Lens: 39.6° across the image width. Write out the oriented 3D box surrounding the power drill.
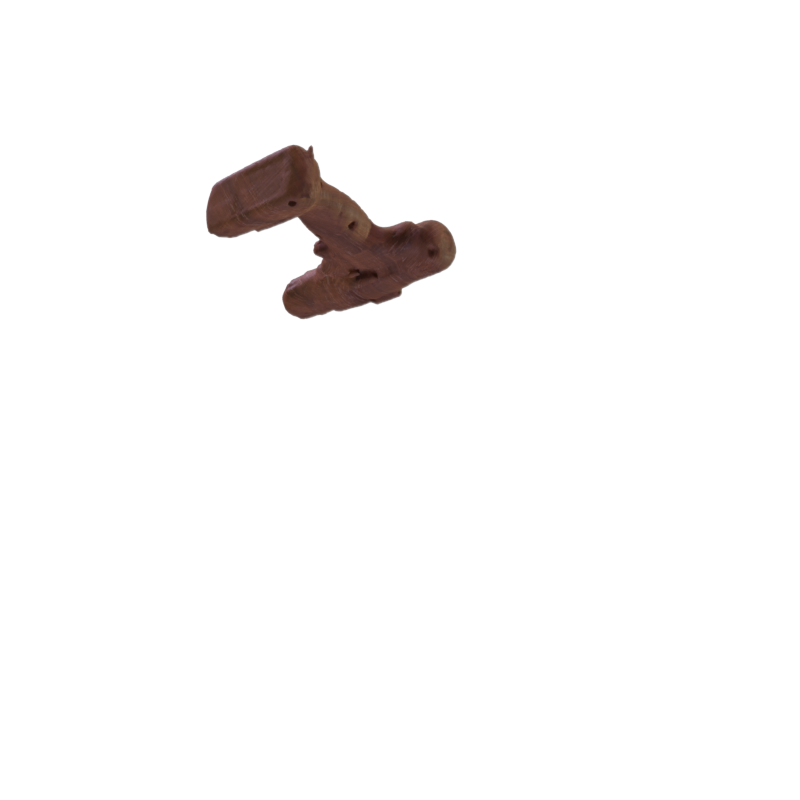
[{"bbox_3d":[-0.074,-0.135,0.946,0.186,0.061,0.175,-20,-32,35],"label":"power drill"}]
